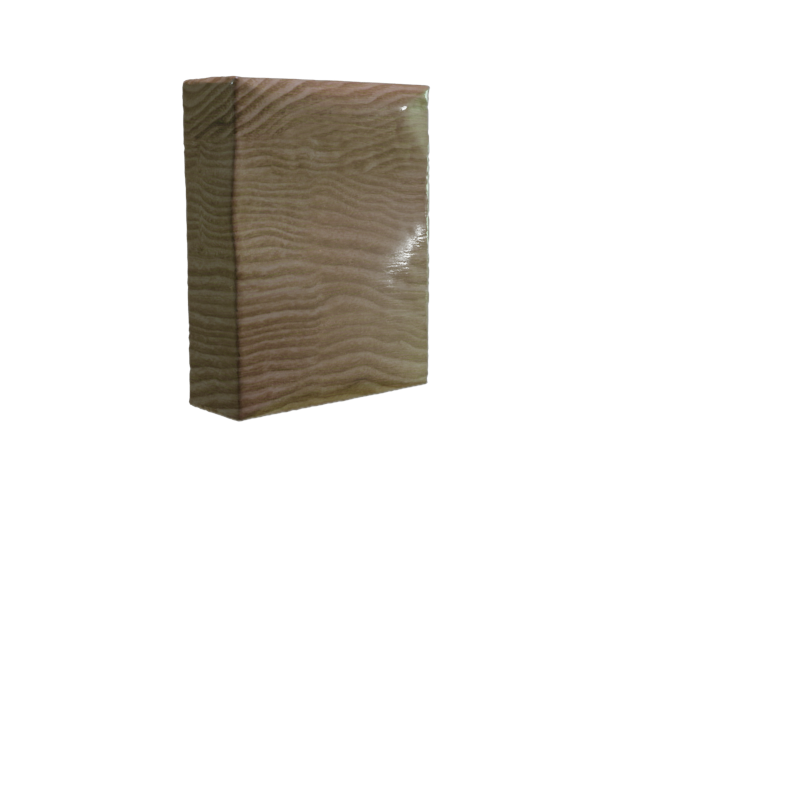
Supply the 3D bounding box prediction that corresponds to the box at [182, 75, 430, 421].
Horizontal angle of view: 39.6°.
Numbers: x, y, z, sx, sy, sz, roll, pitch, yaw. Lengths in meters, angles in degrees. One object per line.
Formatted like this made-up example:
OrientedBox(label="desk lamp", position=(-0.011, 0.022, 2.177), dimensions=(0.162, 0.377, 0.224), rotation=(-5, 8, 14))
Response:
OrientedBox(label="box", position=(-0.058, -0.106, 0.742), dimensions=(0.159, 0.211, 0.075), rotation=(-6, 9, -39))
